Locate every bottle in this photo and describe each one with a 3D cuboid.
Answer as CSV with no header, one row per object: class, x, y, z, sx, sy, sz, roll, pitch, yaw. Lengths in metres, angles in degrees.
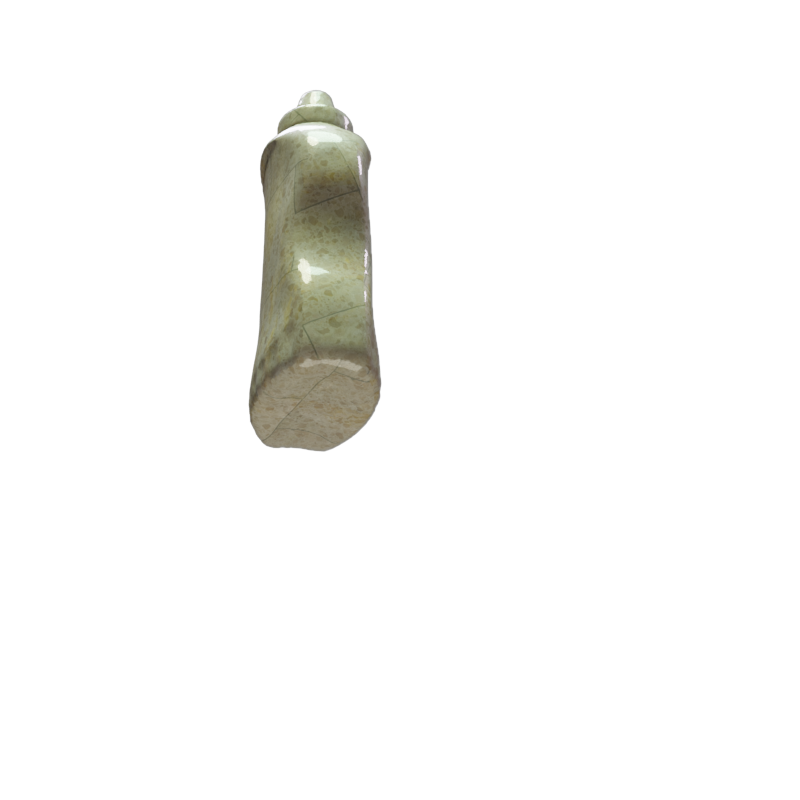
bottle,-0.043,-0.079,0.556,0.057,0.205,0.091,5,-33,-12
